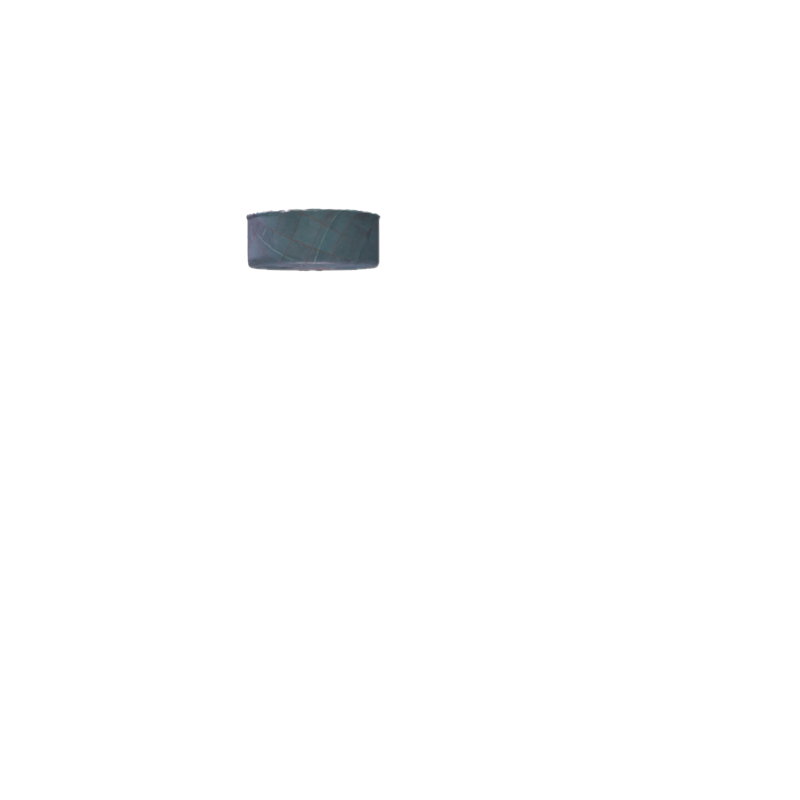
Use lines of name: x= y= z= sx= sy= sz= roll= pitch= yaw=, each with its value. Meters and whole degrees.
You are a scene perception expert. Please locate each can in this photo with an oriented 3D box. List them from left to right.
can: x=-0.055 y=-0.101 z=0.707 sx=0.086 sy=0.034 sz=0.086 roll=0 pitch=2 yaw=-2
